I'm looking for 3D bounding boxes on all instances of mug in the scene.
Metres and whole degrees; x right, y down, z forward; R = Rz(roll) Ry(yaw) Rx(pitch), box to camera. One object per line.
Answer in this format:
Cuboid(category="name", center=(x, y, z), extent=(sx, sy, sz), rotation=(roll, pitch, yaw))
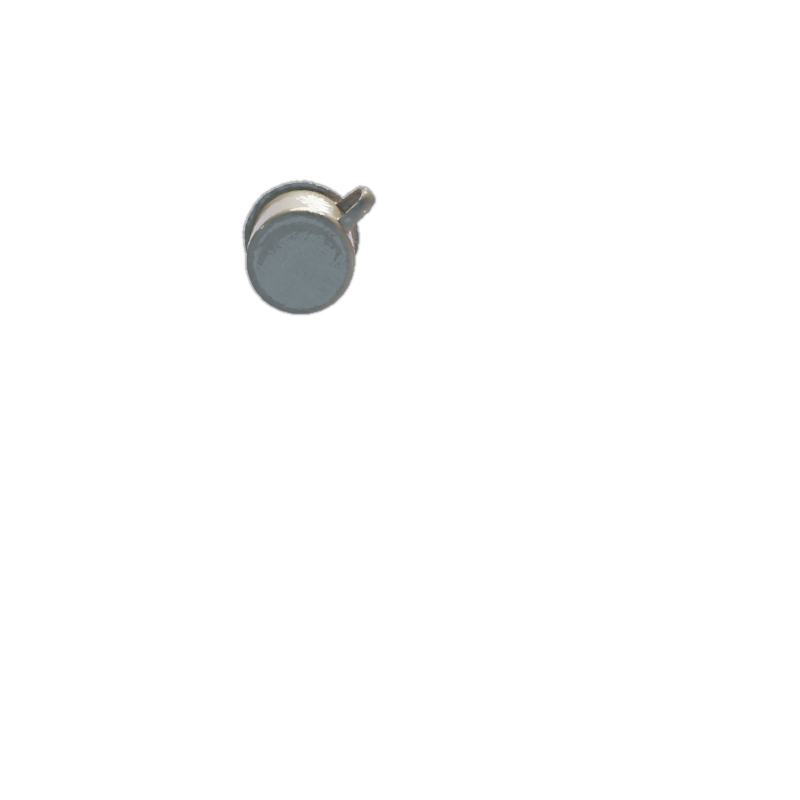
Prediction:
Cuboid(category="mug", center=(-0.067, -0.122, 0.853), extent=(0.117, 0.090, 0.085), rotation=(-35, 16, 9))
